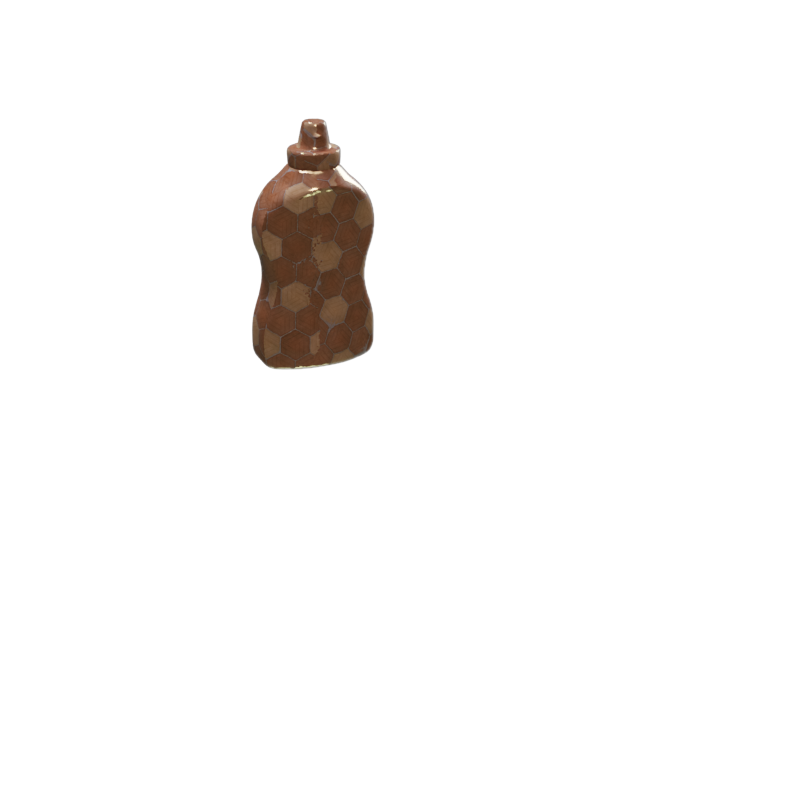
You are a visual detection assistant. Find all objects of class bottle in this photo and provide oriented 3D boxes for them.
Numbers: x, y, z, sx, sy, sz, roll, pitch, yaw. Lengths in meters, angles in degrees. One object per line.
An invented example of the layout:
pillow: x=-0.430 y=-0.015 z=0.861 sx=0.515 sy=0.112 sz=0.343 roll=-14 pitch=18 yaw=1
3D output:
bottle: x=-0.067 y=-0.123 z=0.860 sx=0.094 sy=0.183 sz=0.062 roll=-7 pitch=21 yaw=-22
